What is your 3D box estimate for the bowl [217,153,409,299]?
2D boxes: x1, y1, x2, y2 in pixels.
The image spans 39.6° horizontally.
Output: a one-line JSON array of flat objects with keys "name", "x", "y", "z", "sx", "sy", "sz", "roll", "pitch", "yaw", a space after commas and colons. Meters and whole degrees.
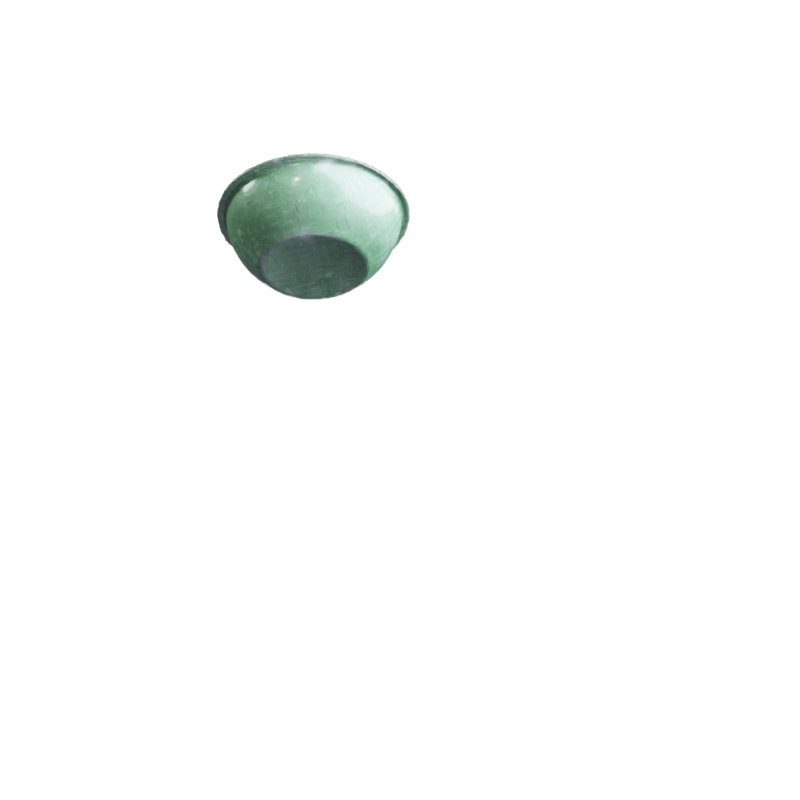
[{"name": "bowl", "x": -0.072, "y": -0.131, "z": 0.915, "sx": 0.162, "sy": 0.059, "sz": 0.152, "roll": 1, "pitch": -33, "yaw": -2}]
